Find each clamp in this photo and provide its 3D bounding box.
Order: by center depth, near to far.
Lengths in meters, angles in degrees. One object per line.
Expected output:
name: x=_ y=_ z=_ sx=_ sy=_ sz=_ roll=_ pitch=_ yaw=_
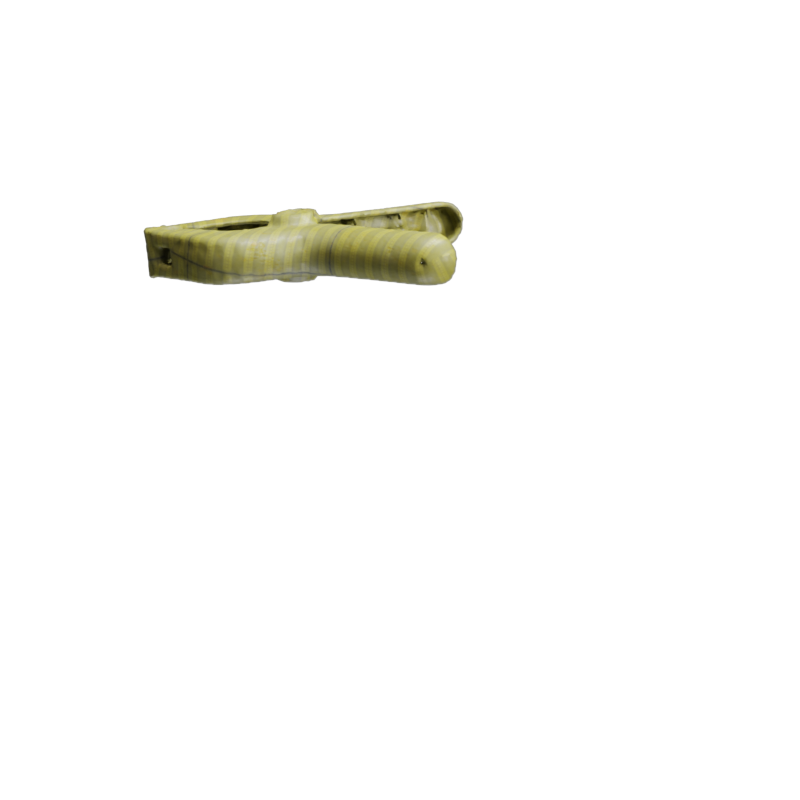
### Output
clamp: x=-0.046 y=-0.083 z=0.585 sx=0.175 sy=0.038 sz=0.120 roll=4 pitch=13 yaw=16
